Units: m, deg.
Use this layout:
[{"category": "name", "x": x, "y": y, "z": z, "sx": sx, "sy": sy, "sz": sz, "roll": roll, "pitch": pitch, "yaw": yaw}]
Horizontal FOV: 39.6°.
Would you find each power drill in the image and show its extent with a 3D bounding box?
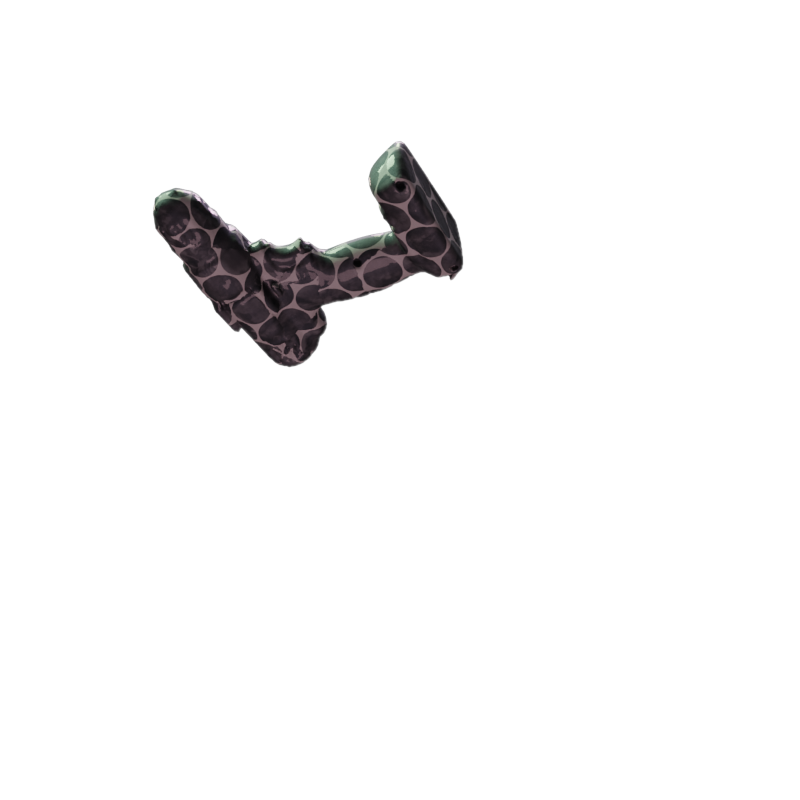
[{"category": "power drill", "x": -0.063, "y": -0.116, "z": 0.811, "sx": 0.188, "sy": 0.062, "sz": 0.171, "roll": -22, "pitch": -47, "yaw": 21}]
